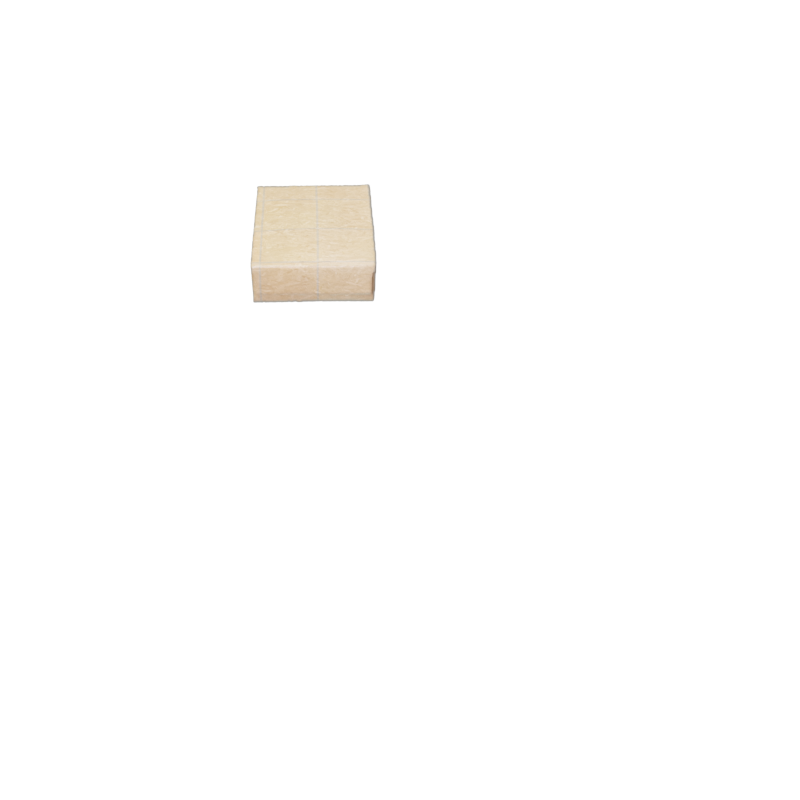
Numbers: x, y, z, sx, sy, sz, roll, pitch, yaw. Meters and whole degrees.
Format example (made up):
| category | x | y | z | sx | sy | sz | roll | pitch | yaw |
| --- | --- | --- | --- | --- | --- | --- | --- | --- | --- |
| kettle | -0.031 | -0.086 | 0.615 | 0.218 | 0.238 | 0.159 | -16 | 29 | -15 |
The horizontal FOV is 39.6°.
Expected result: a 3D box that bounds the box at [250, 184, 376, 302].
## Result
| category | x | y | z | sx | sy | sz | roll | pitch | yaw |
| --- | --- | --- | --- | --- | --- | --- | --- | --- | --- |
| box | -0.065 | -0.119 | 0.836 | 0.090 | 0.036 | 0.121 | -1 | 38 | -2 |
